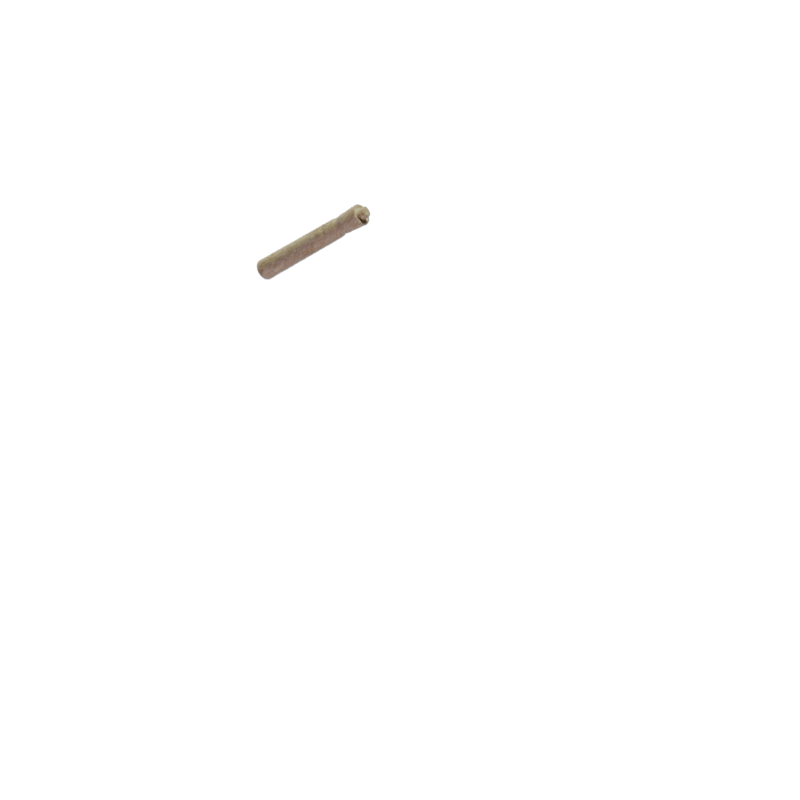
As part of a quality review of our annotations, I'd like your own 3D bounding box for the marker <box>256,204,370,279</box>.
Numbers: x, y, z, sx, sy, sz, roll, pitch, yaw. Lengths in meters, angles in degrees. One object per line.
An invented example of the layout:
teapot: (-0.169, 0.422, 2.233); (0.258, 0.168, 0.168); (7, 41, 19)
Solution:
marker: (-0.073, -0.133, 0.931); (0.121, 0.020, 0.019); (-24, -11, 35)
